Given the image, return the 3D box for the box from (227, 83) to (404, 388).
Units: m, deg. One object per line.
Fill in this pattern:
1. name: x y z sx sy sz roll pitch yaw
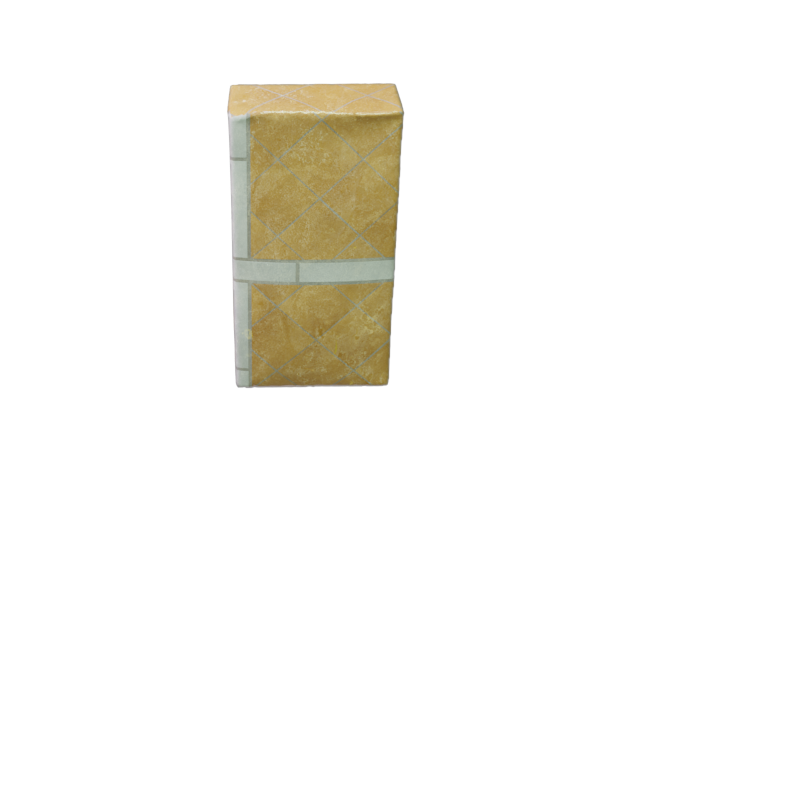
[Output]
1. box: -0.049 -0.089 0.623 0.093 0.165 0.051 0 35 -4
